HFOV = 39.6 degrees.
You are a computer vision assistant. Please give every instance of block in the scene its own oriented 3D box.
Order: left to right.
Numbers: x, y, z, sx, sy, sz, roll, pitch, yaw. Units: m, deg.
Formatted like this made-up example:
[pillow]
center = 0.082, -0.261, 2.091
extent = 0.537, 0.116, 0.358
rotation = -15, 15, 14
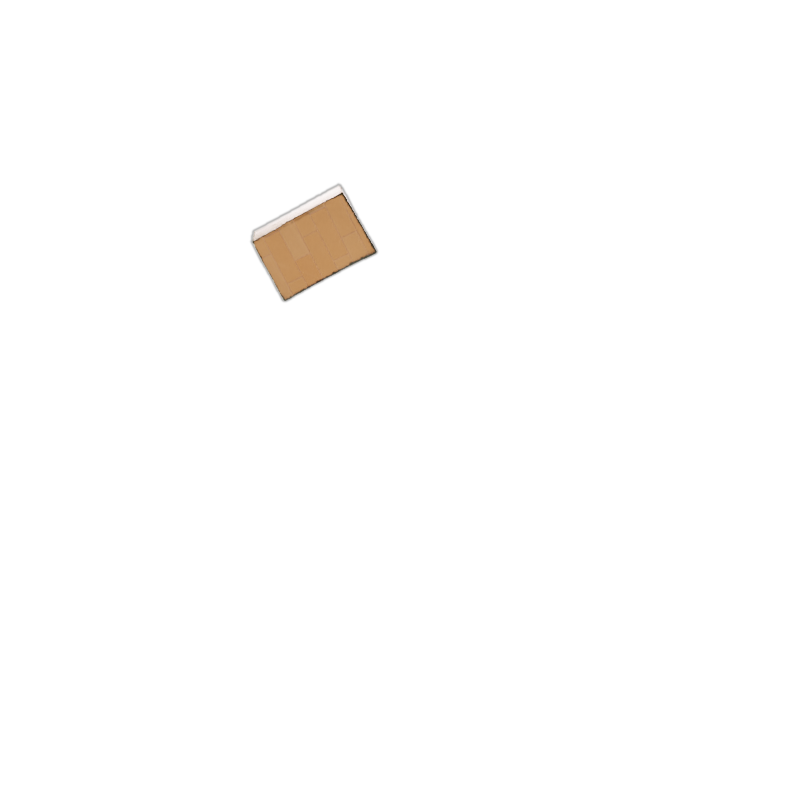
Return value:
[block]
center = -0.064, -0.117, 0.816
extent = 0.078, 0.051, 0.053
rotation = -27, 13, 4
